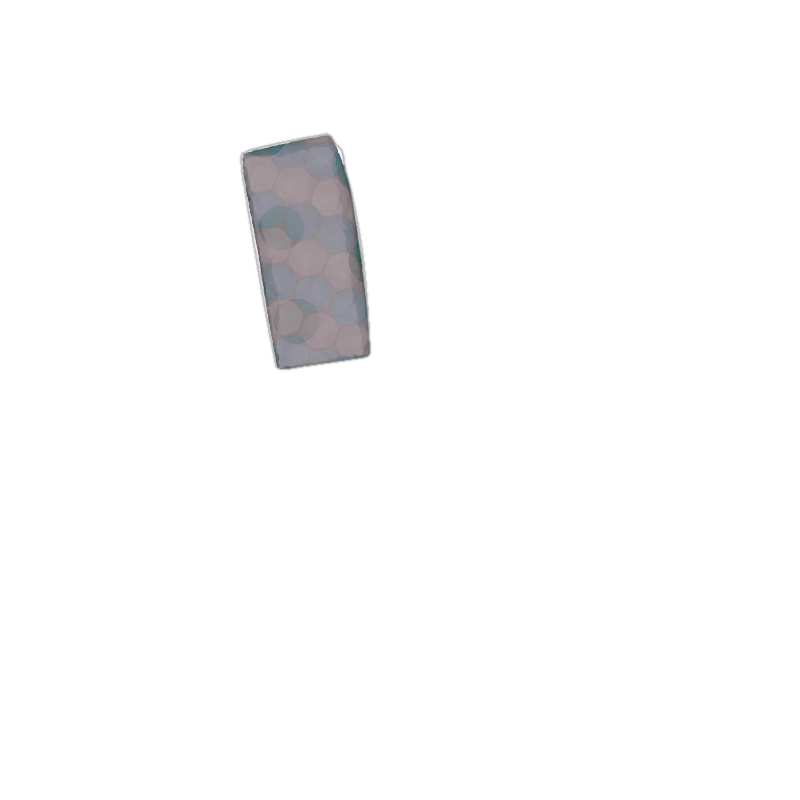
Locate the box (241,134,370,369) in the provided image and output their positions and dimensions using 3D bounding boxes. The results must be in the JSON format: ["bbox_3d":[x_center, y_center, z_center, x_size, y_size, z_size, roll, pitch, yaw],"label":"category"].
[{"bbox_3d":[-0.042,-0.076,0.535,0.048,0.092,0.179,-9,9,-3],"label":"box"}]
